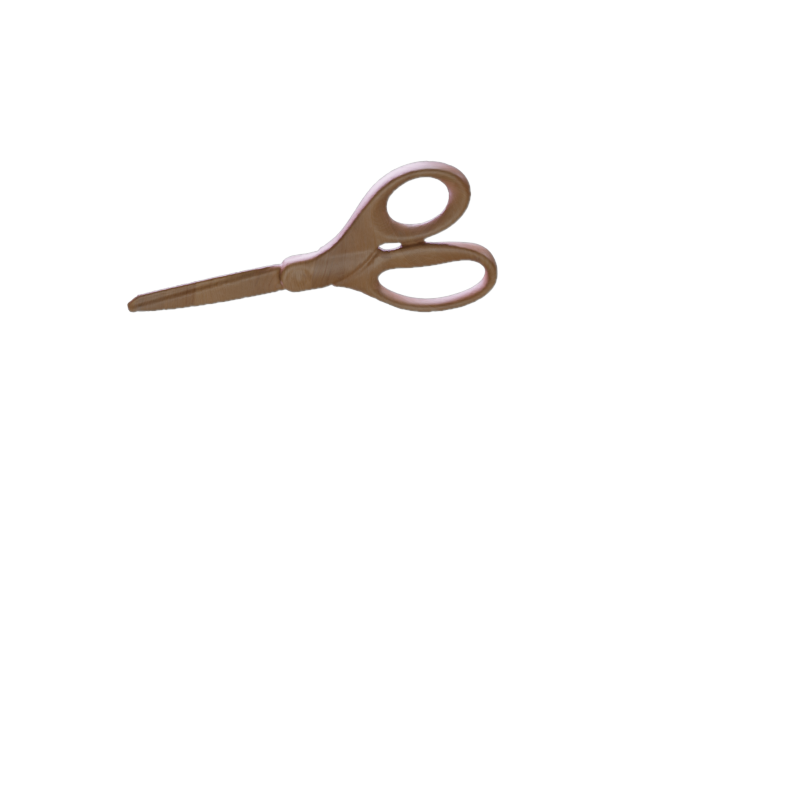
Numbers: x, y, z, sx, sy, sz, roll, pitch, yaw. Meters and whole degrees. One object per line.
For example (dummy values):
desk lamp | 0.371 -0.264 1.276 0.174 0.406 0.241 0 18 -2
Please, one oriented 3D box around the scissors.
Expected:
scissors | -0.047 -0.085 0.595 0.201 0.091 0.017 3 28 -1
